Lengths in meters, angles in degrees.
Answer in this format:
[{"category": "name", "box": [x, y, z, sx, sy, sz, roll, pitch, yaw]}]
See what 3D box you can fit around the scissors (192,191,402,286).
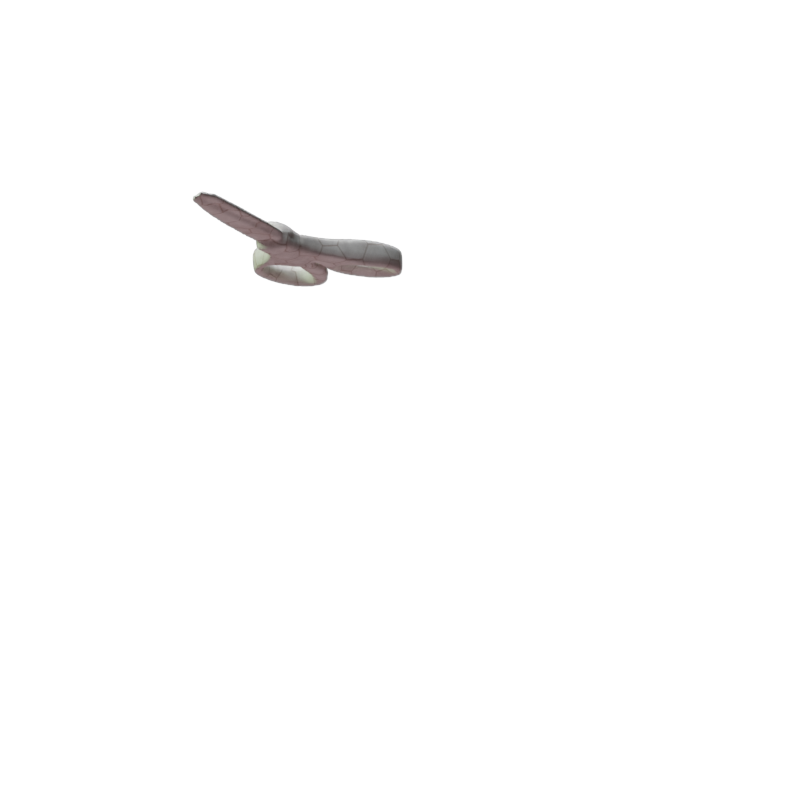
[{"category": "scissors", "box": [-0.046, -0.084, 0.587, 0.096, 0.016, 0.197, 0, -4, 0]}]
